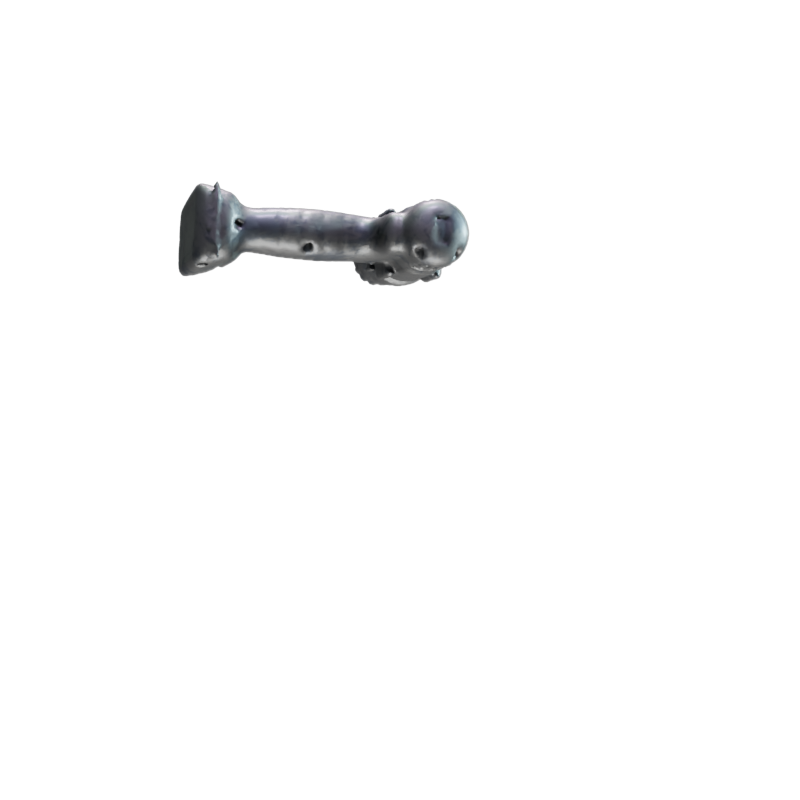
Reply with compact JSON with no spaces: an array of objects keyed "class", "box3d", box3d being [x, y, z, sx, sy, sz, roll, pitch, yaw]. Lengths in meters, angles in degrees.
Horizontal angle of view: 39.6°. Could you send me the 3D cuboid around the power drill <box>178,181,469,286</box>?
[{"class":"power drill","box3d":[-0.062,-0.114,0.796,0.184,0.058,0.185,1,-2,-14]}]
